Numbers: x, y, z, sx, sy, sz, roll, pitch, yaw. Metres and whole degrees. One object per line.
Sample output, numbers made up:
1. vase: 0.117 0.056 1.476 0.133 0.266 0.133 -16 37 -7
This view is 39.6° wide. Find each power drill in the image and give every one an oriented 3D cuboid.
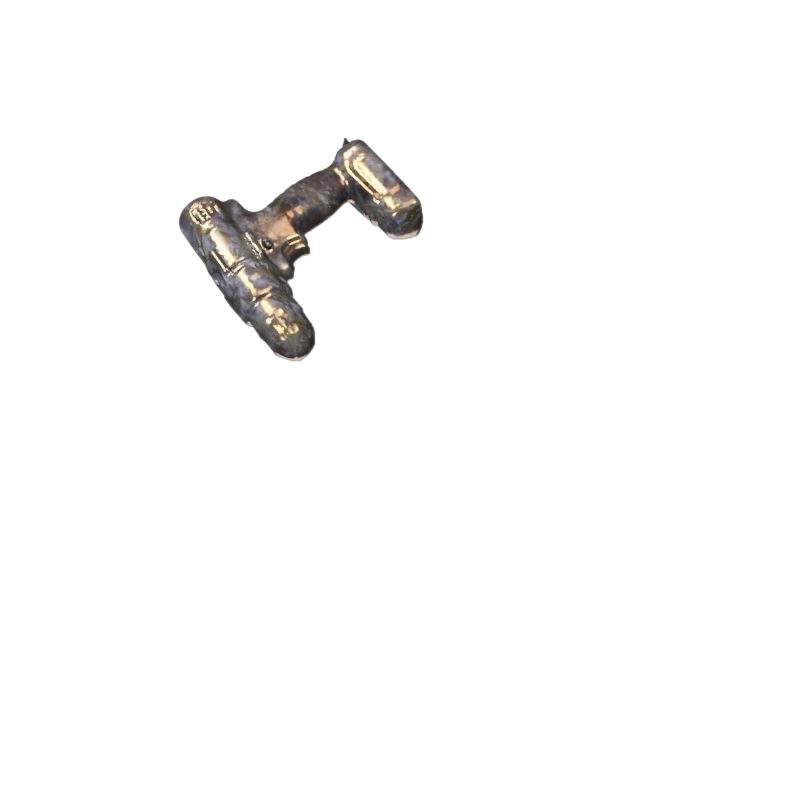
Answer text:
1. power drill: -0.076 -0.138 0.966 0.187 0.197 0.054 -29 -29 -19
